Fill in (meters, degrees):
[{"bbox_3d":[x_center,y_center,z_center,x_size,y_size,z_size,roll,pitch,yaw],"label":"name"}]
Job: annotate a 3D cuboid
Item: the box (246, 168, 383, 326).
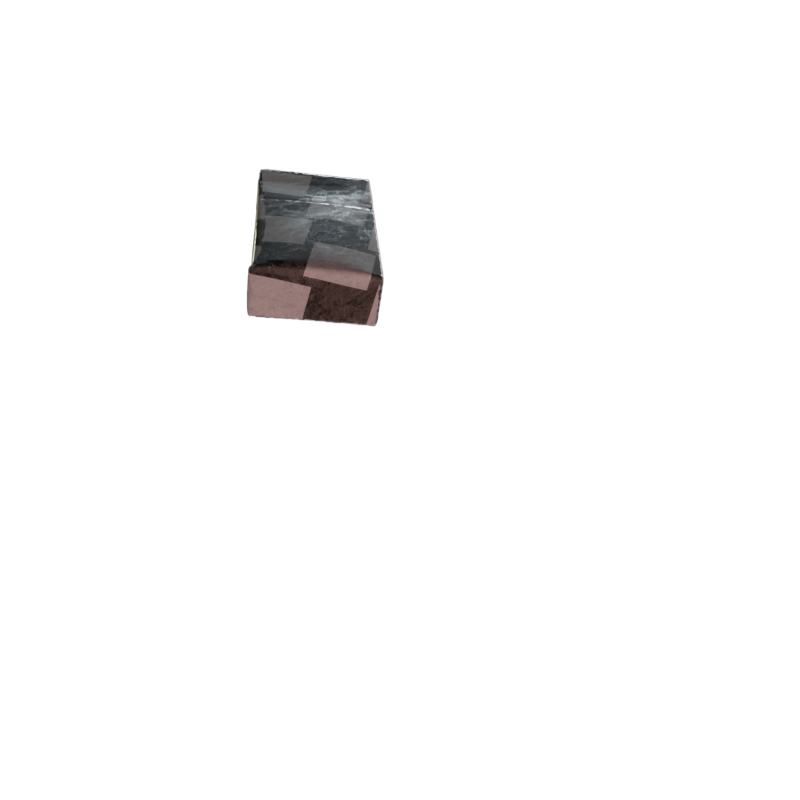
[{"bbox_3d":[-0.065,-0.119,0.832,0.093,0.046,0.187,4,29,-6],"label":"box"}]
